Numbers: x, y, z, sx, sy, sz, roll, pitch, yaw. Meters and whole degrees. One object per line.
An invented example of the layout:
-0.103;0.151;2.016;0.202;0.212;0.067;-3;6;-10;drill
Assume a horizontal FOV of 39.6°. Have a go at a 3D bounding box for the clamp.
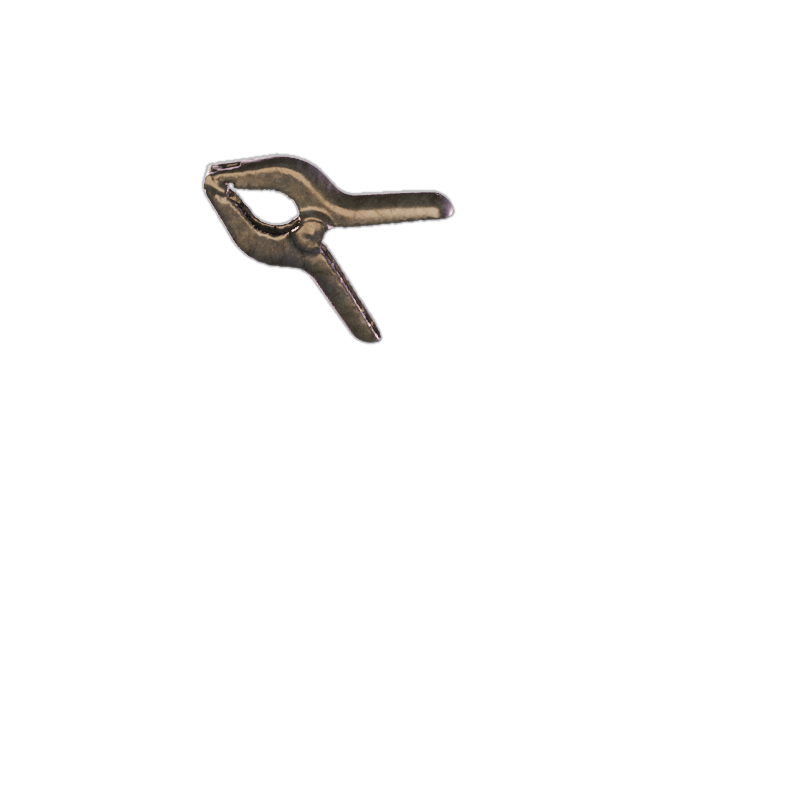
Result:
-0.061;-0.110;0.774;0.170;0.117;0.040;18;13;-4;clamp
